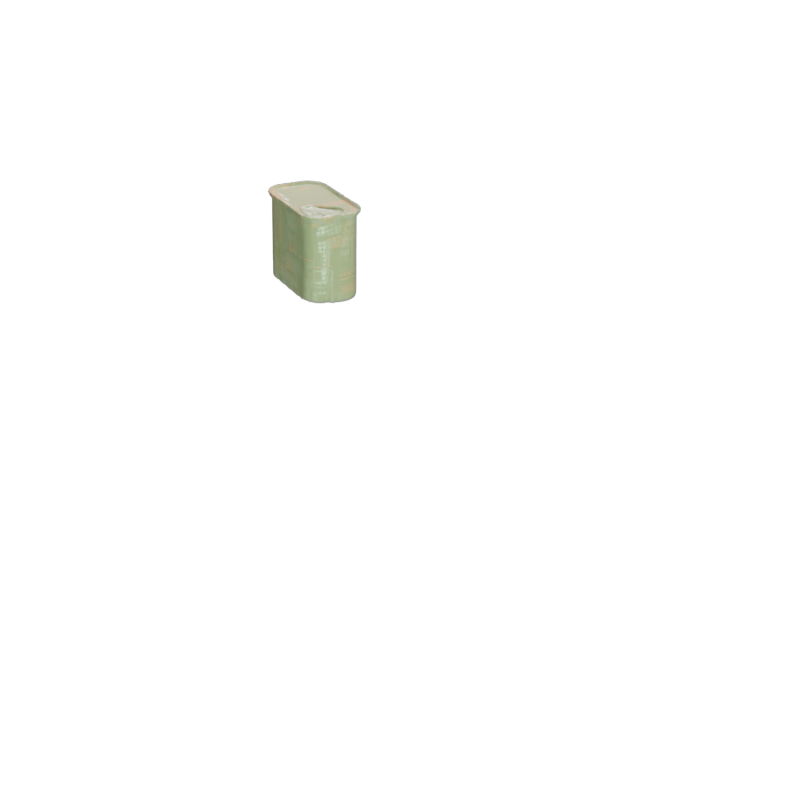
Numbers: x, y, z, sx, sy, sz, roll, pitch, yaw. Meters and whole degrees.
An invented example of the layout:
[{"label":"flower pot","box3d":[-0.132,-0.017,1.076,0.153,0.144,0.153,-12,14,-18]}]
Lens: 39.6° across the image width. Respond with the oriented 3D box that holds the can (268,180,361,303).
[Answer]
[{"label":"can","box3d":[-0.078,-0.143,1.000,0.056,0.080,0.109,-11,28,-26]}]
